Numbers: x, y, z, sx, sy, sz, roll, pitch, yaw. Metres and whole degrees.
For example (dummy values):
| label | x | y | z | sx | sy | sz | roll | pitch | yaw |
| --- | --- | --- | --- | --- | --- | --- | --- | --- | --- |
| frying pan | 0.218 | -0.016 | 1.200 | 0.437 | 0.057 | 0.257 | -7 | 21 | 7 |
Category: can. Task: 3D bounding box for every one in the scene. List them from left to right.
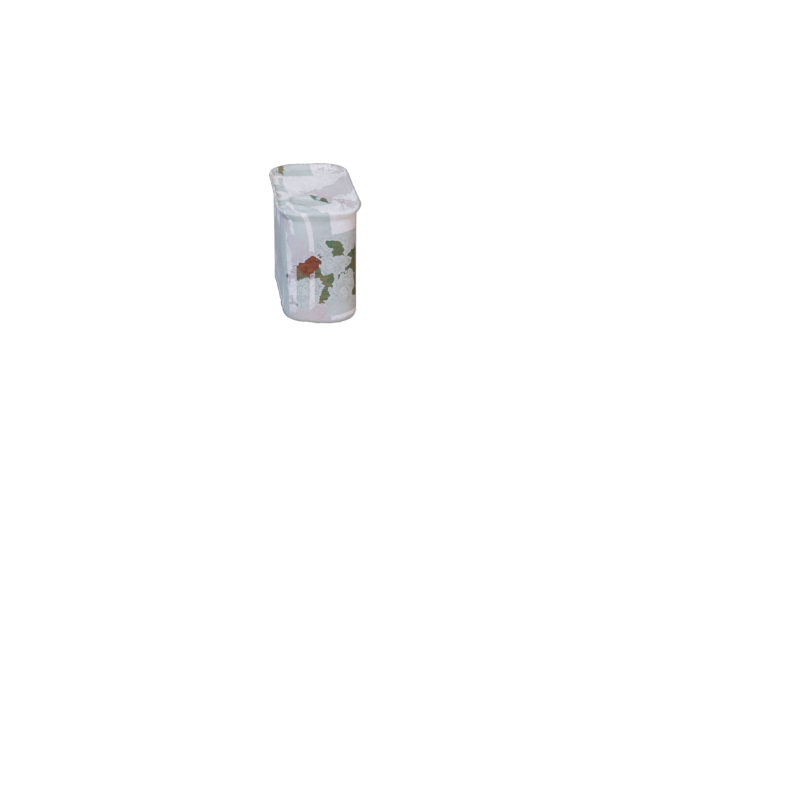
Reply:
| label | x | y | z | sx | sy | sz | roll | pitch | yaw |
| --- | --- | --- | --- | --- | --- | --- | --- | --- | --- |
| can | -0.062 | -0.112 | 0.787 | 0.057 | 0.079 | 0.109 | -3 | 27 | -9 |
